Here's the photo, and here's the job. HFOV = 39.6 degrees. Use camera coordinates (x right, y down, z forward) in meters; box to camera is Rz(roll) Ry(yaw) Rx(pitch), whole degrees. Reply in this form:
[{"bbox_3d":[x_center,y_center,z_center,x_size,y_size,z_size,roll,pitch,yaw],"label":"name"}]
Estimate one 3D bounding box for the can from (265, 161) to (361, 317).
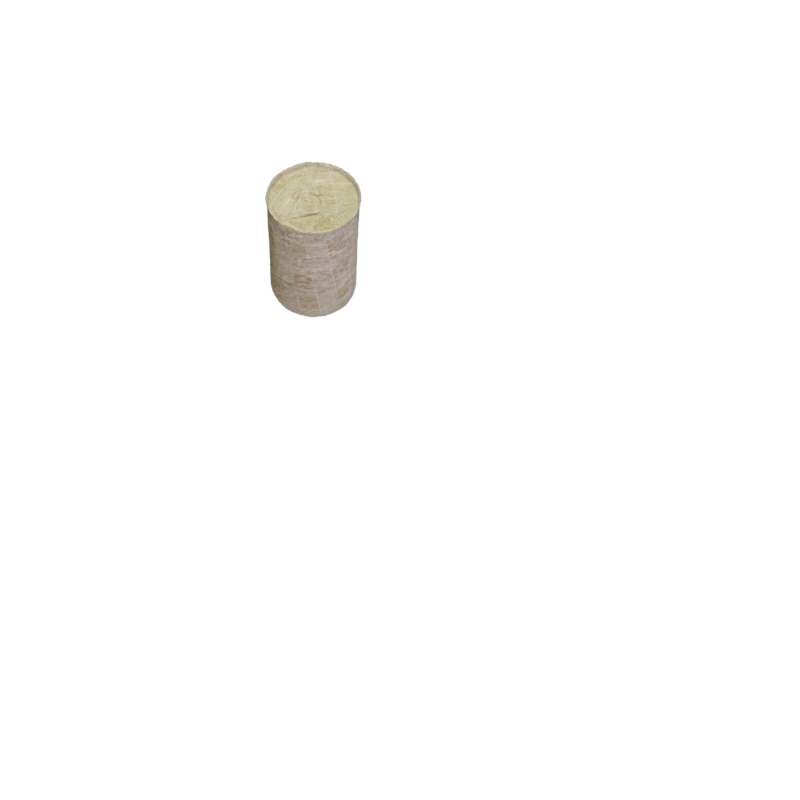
[{"bbox_3d":[-0.064,-0.117,0.823,0.068,0.073,0.095,0,-35,-3],"label":"can"}]
